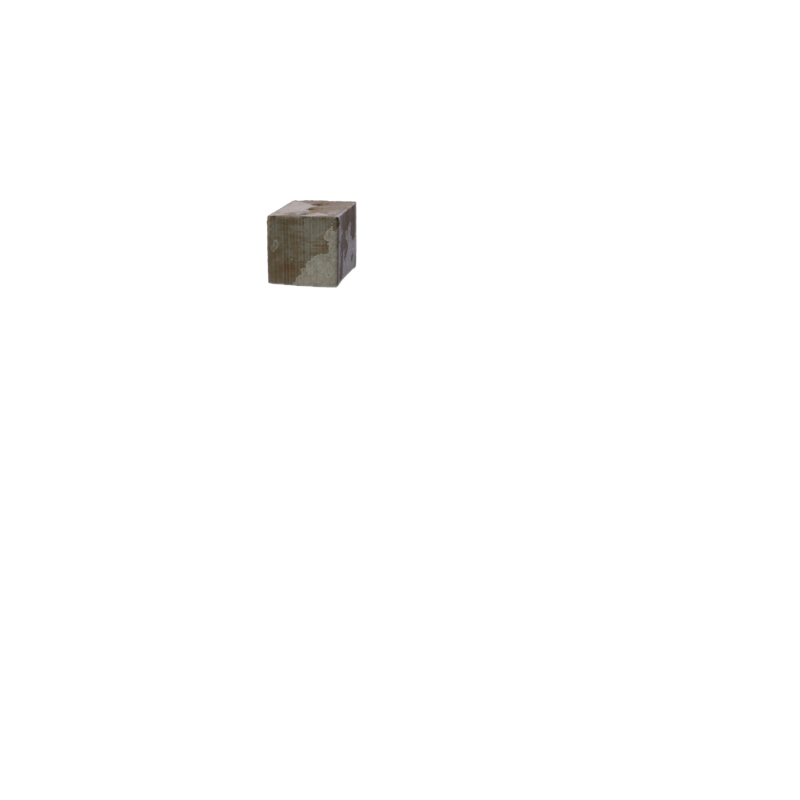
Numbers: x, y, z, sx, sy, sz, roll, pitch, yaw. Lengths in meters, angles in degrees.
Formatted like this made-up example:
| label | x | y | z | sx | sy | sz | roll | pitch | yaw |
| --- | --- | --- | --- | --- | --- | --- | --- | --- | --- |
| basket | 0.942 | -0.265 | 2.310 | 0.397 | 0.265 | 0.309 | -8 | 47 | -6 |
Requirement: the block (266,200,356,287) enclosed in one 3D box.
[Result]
| label | x | y | z | sx | sy | sz | roll | pitch | yaw |
| --- | --- | --- | --- | --- | --- | --- | --- | --- | --- |
| block | -0.064 | -0.117 | 0.816 | 0.053 | 0.050 | 0.079 | 3 | 16 | 8 |
